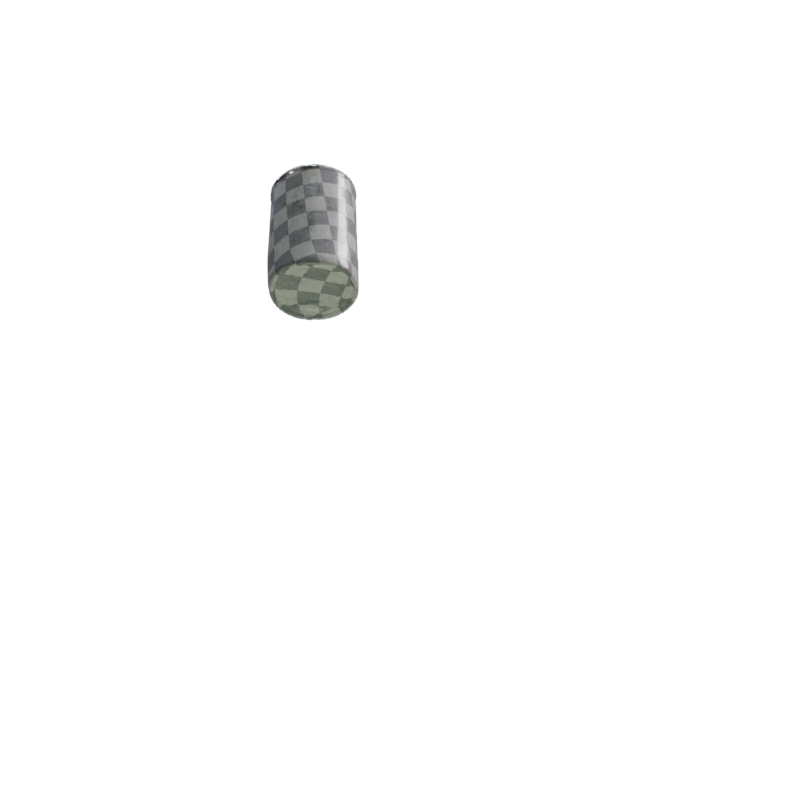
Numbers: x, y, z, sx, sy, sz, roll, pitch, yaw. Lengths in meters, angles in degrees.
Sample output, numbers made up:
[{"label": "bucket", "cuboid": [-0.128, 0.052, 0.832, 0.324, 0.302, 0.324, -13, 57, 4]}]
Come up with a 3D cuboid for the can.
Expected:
[{"label": "can", "cuboid": [-0.066, -0.120, 0.842, 0.068, 0.110, 0.064, -1, -40, -3]}]
